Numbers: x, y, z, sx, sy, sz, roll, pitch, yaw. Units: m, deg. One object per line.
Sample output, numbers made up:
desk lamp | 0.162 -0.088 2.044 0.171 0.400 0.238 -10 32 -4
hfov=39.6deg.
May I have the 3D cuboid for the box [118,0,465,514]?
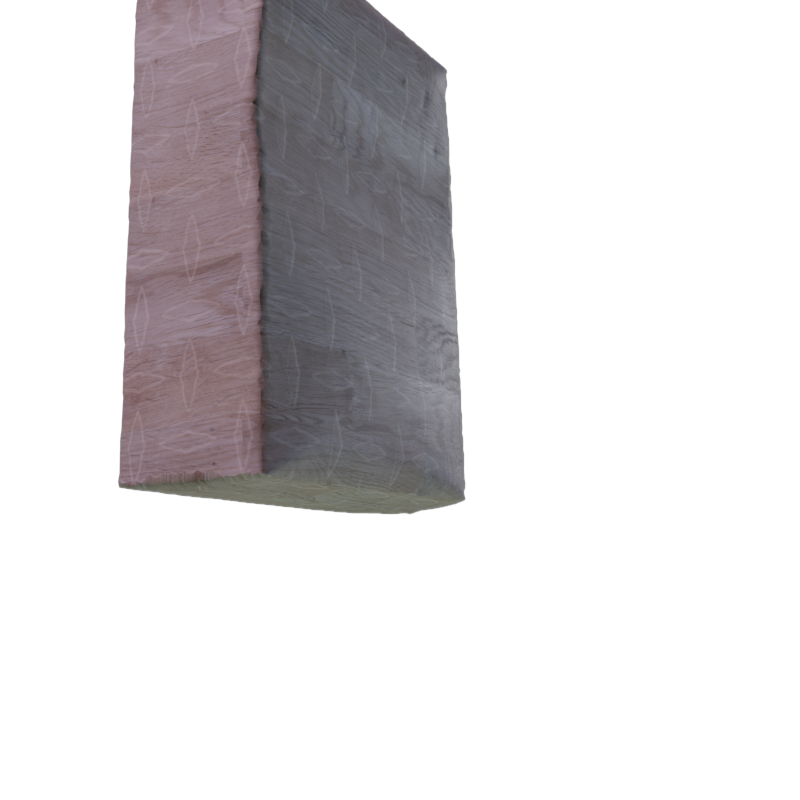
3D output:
box | -0.036 -0.066 0.463 0.073 0.222 0.154 -10 -17 28
